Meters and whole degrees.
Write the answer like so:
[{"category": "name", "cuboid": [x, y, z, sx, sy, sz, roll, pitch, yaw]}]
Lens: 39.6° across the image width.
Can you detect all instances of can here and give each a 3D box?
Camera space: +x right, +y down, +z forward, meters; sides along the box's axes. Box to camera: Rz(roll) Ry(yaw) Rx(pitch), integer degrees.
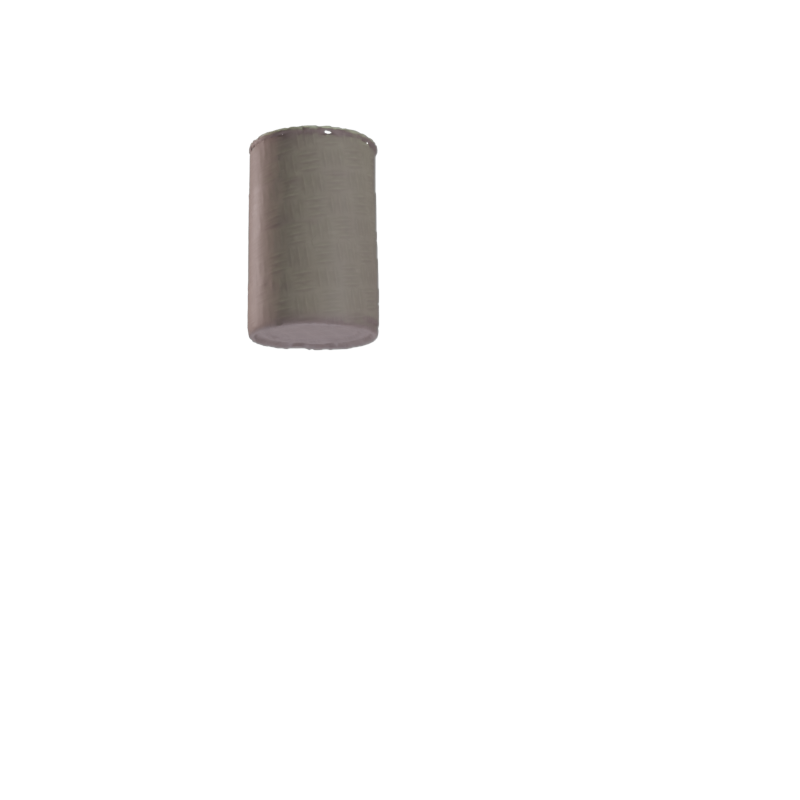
[{"category": "can", "cuboid": [-0.045, -0.082, 0.571, 0.068, 0.106, 0.066, 0, -14, -2]}]
